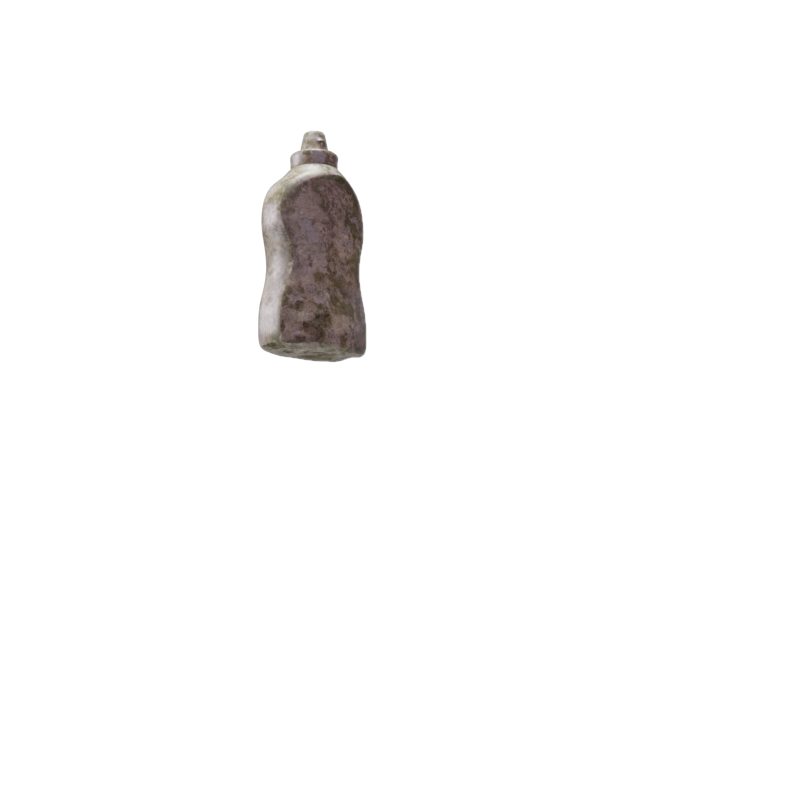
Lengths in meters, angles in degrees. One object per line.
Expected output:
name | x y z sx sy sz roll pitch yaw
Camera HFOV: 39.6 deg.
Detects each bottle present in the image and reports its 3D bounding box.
bottle | -0.072 -0.132 0.925 0.091 0.199 0.059 11 -19 -40
